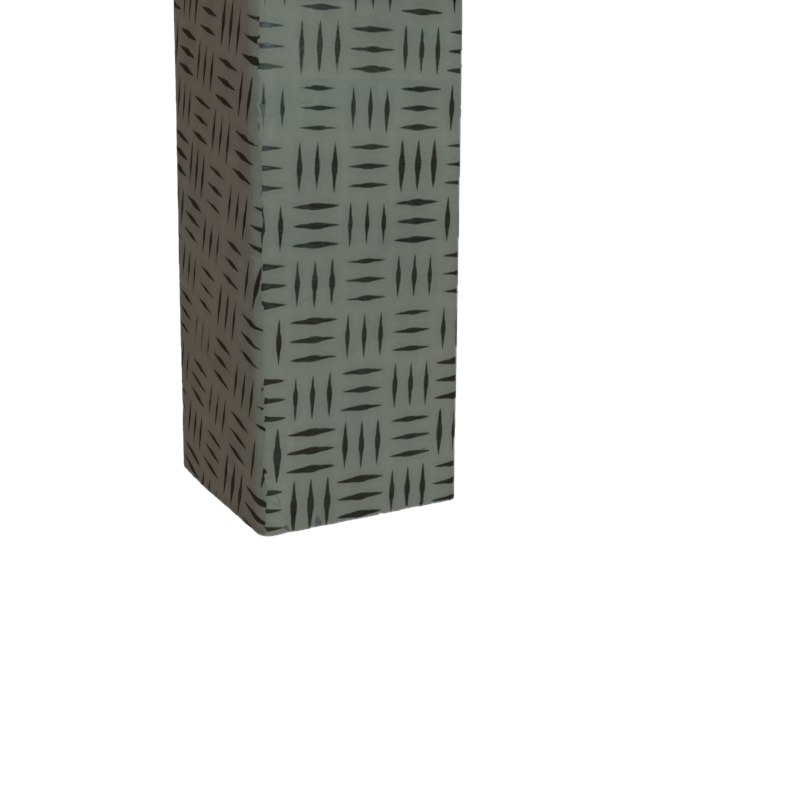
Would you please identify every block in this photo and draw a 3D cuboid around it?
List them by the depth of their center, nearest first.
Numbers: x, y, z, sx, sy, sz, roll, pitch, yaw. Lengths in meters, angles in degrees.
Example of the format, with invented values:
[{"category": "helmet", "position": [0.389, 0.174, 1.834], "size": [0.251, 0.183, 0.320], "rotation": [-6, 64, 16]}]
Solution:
[{"category": "block", "position": [-0.036, -0.065, 0.454], "size": [0.088, 0.201, 0.095], "rotation": [-5, 12, -28]}]
